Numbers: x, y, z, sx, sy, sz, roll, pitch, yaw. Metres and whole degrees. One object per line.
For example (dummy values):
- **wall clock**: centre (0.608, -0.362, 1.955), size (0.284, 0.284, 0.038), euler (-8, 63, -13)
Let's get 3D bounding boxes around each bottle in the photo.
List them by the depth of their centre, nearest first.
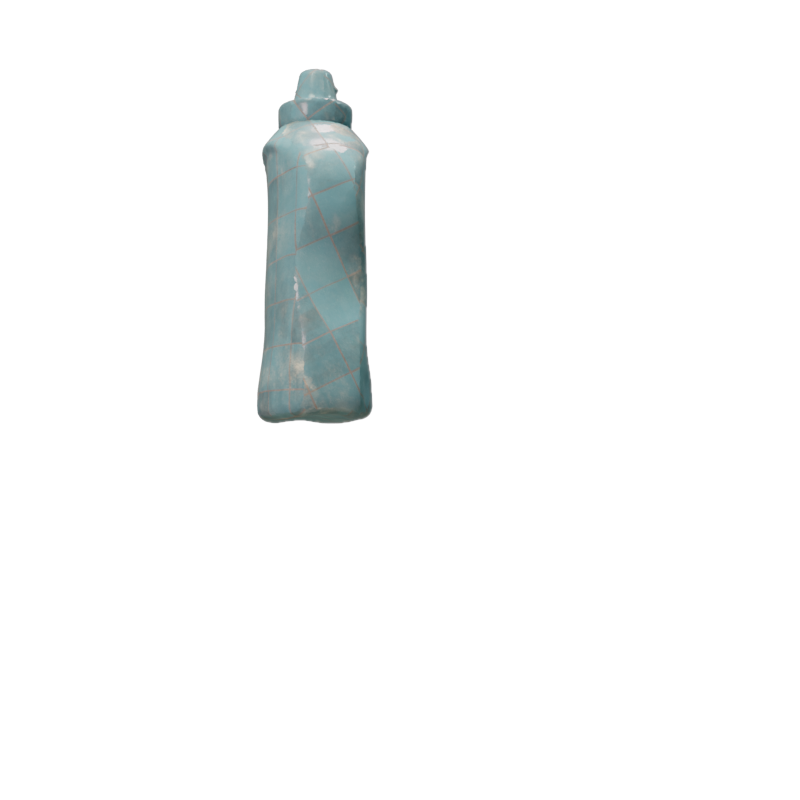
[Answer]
- **bottle**: centre (-0.046, -0.085, 0.599), size (0.057, 0.197, 0.095), euler (2, -10, -13)
